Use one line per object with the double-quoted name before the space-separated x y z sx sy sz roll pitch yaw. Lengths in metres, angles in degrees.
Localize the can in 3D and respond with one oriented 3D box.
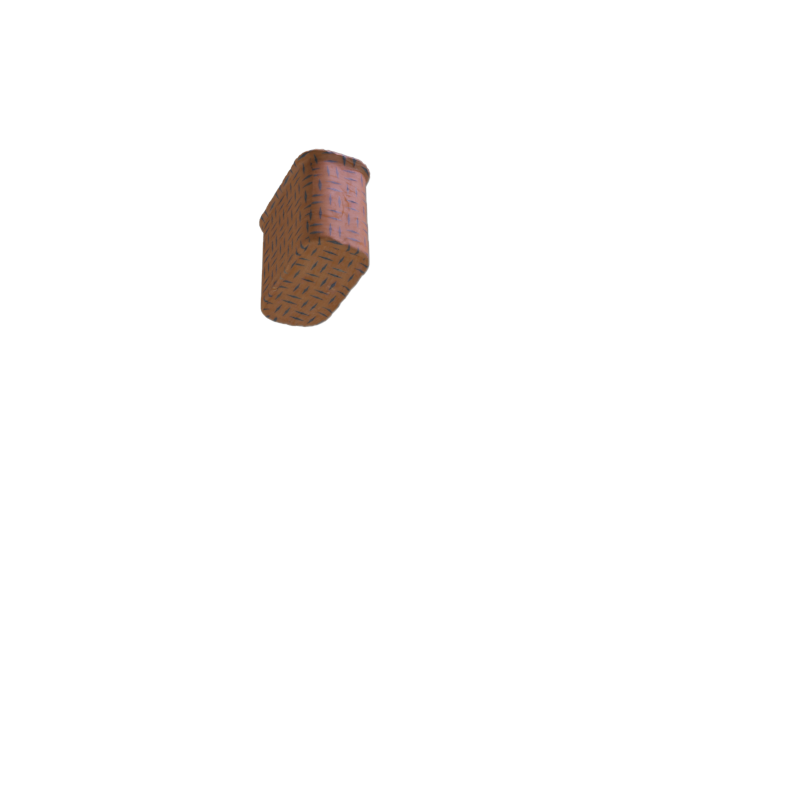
"can" -0.061 -0.112 0.785 0.055 0.090 0.099 16 -40 -22
